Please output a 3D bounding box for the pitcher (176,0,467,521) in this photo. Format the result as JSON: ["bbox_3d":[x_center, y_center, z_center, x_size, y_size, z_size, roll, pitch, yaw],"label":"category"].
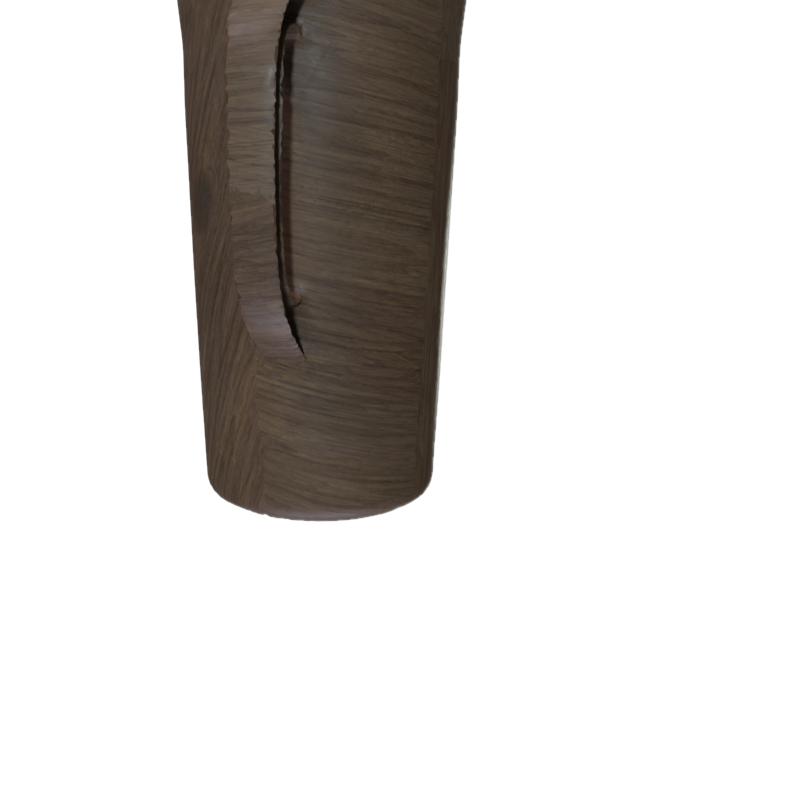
[{"bbox_3d":[-0.040,-0.073,0.512,0.144,0.240,0.152,-4,8,-33],"label":"pitcher"}]
